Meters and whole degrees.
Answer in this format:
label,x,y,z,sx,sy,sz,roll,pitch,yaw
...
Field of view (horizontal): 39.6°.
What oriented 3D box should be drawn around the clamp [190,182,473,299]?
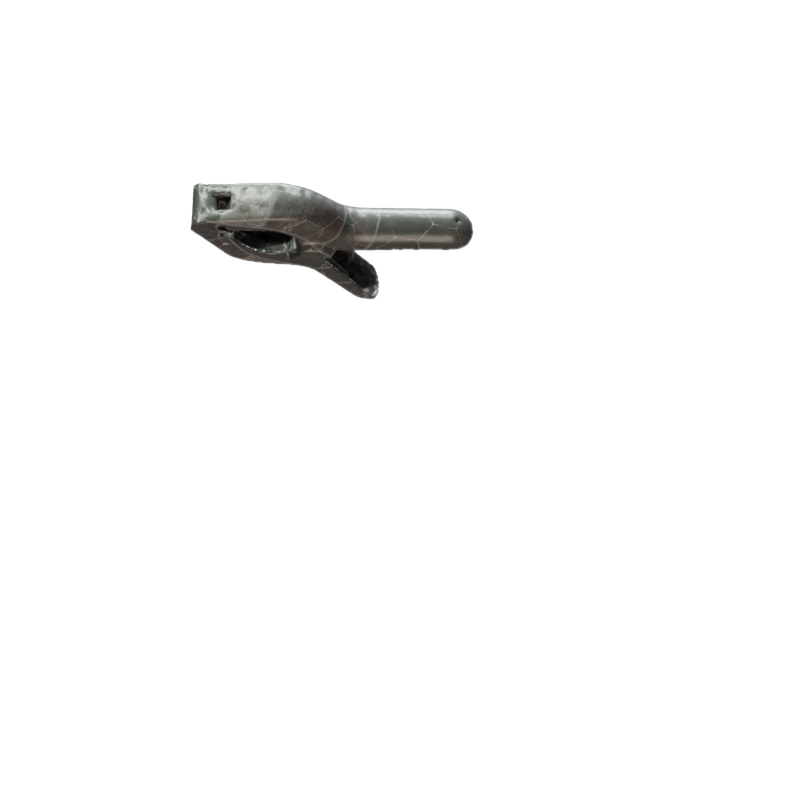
label,x,y,z,sx,sy,sz,roll,pitch,yaw
clamp,-0.055,-0.100,0.699,0.166,0.042,0.117,9,-26,-20
